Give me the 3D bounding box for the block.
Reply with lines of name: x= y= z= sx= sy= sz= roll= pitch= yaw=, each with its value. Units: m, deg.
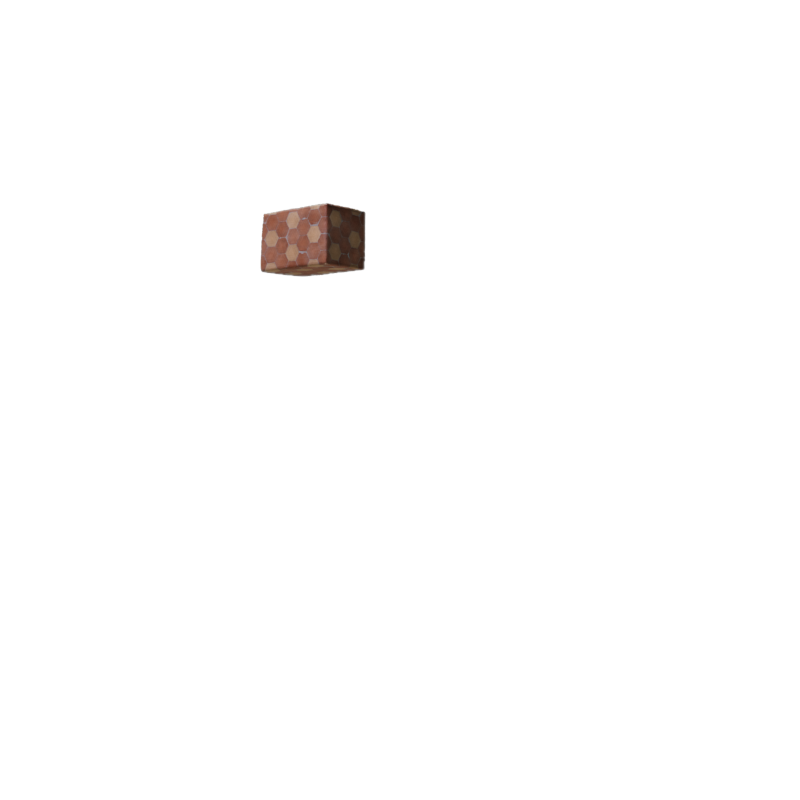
block: x=-0.075 y=-0.136 z=0.953 sx=0.080 sy=0.052 sz=0.050 roll=-3 pitch=-6 yaw=40
